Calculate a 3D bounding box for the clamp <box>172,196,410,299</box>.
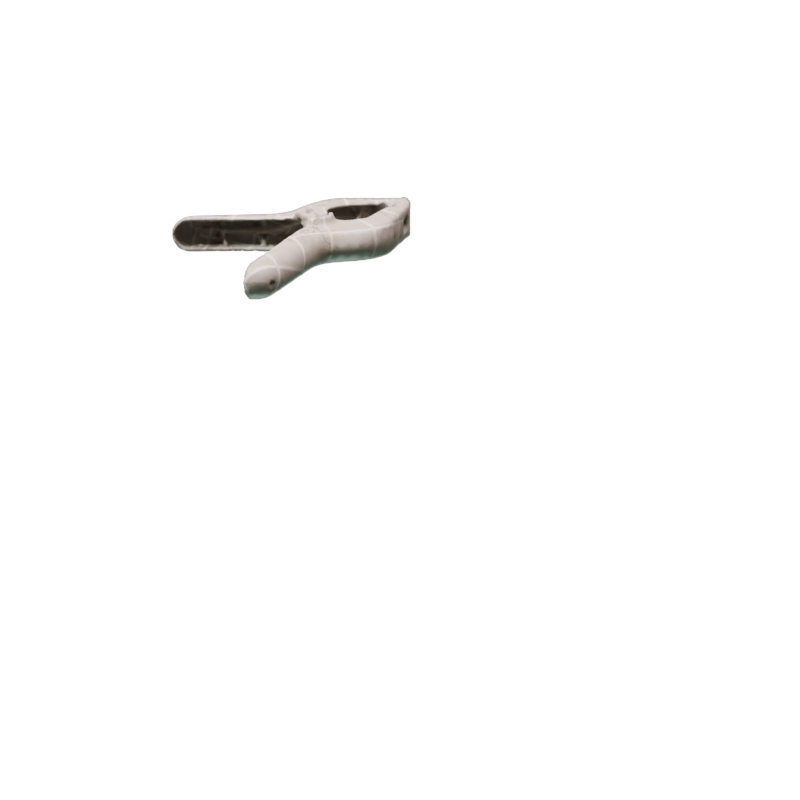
[{"bbox_3d":[-0.060,-0.109,0.763,0.169,0.037,0.130,-14,36,-20],"label":"clamp"}]
